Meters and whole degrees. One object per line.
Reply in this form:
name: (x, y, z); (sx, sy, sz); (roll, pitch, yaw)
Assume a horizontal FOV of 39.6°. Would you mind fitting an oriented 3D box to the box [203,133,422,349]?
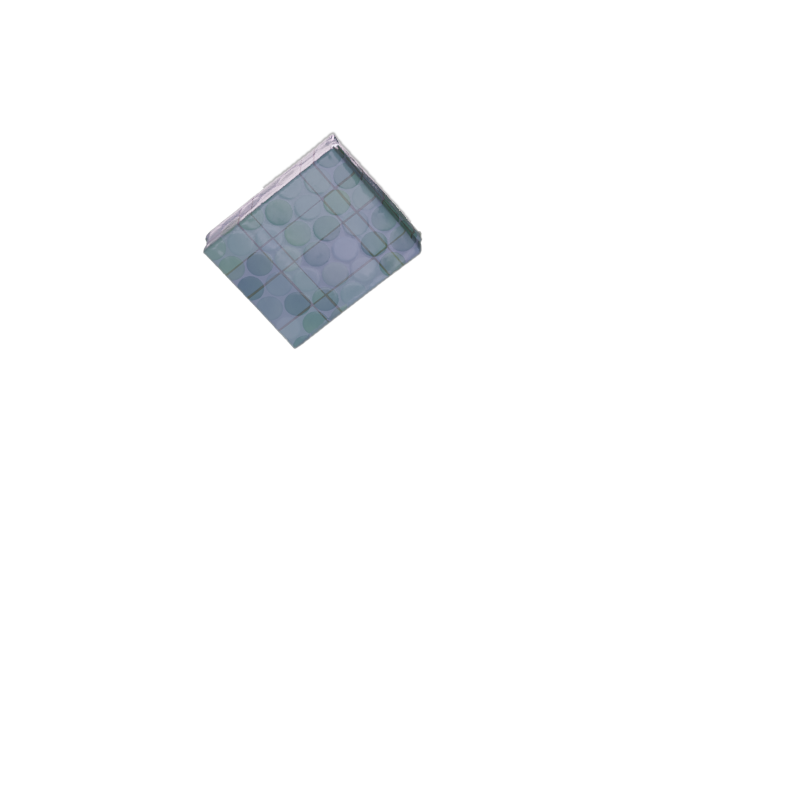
box: (-0.045, -0.082, 0.572); (0.089, 0.070, 0.032); (-37, 19, 14)
